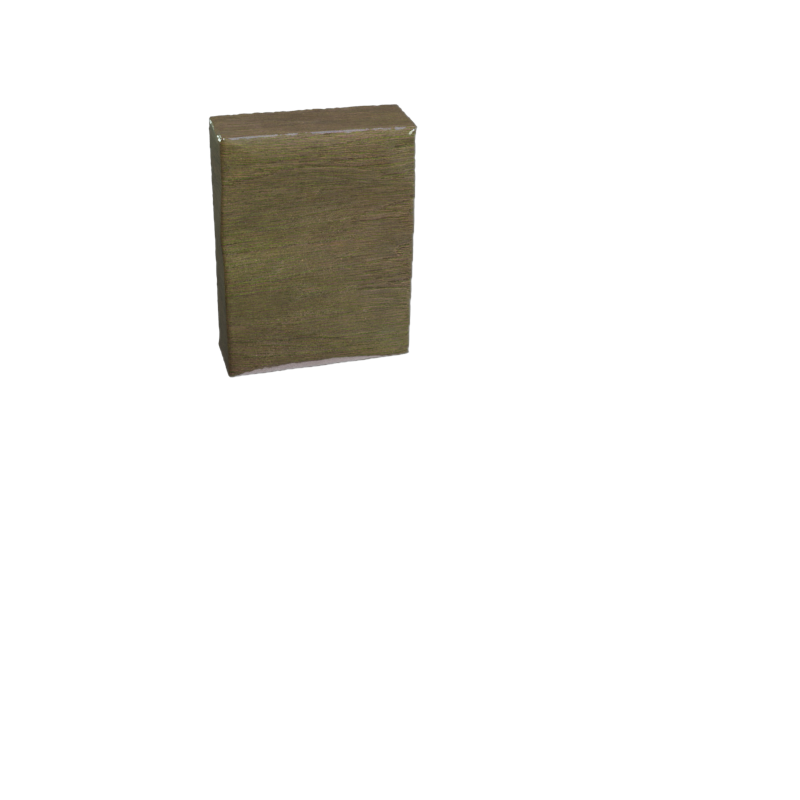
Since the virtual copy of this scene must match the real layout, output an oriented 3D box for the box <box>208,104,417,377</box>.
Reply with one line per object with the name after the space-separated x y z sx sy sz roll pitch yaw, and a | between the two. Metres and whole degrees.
-0.073 -0.134 0.936 0.162 0.202 0.077 -6 27 -13 | box
